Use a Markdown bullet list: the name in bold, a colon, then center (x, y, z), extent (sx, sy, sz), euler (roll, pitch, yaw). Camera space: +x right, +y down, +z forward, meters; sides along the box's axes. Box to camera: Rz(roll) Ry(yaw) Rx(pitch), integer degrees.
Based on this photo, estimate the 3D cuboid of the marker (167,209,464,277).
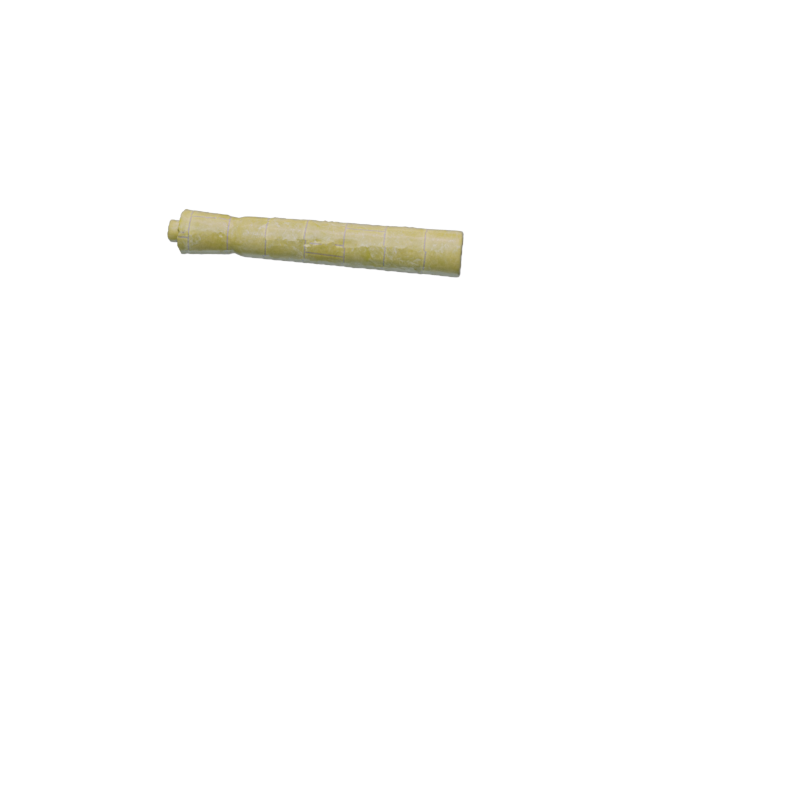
- **marker**: center (-0.036, -0.065, 0.453), extent (0.122, 0.020, 0.020), euler (6, 5, 8)
